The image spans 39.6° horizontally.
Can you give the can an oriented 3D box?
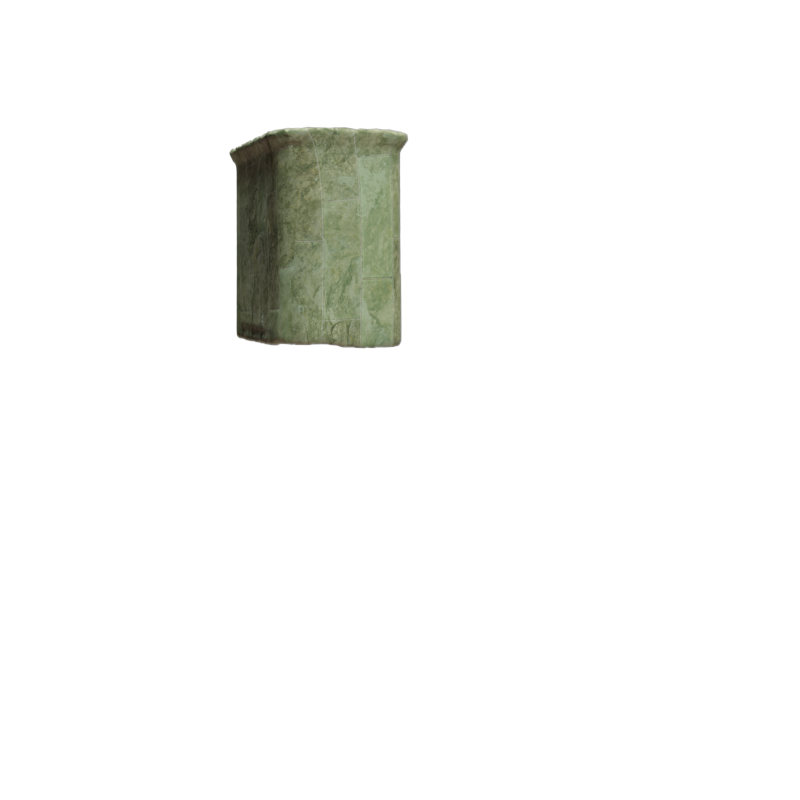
[{"bbox_3d":[-0.036,-0.066,0.464,0.056,0.084,0.105,0,3,-20],"label":"can"}]
